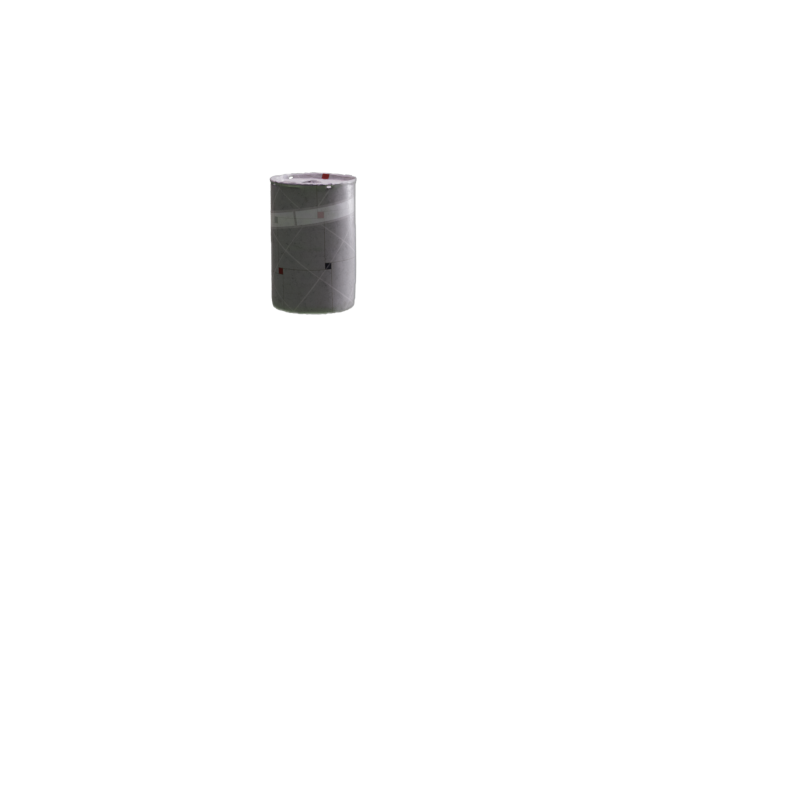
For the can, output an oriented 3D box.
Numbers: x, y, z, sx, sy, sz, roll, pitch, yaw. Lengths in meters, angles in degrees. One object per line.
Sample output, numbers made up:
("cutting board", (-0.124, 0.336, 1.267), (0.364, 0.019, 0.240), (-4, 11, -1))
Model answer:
("can", (-0.068, -0.124, 0.870), (0.068, 0.099, 0.071), (0, 13, -2))
